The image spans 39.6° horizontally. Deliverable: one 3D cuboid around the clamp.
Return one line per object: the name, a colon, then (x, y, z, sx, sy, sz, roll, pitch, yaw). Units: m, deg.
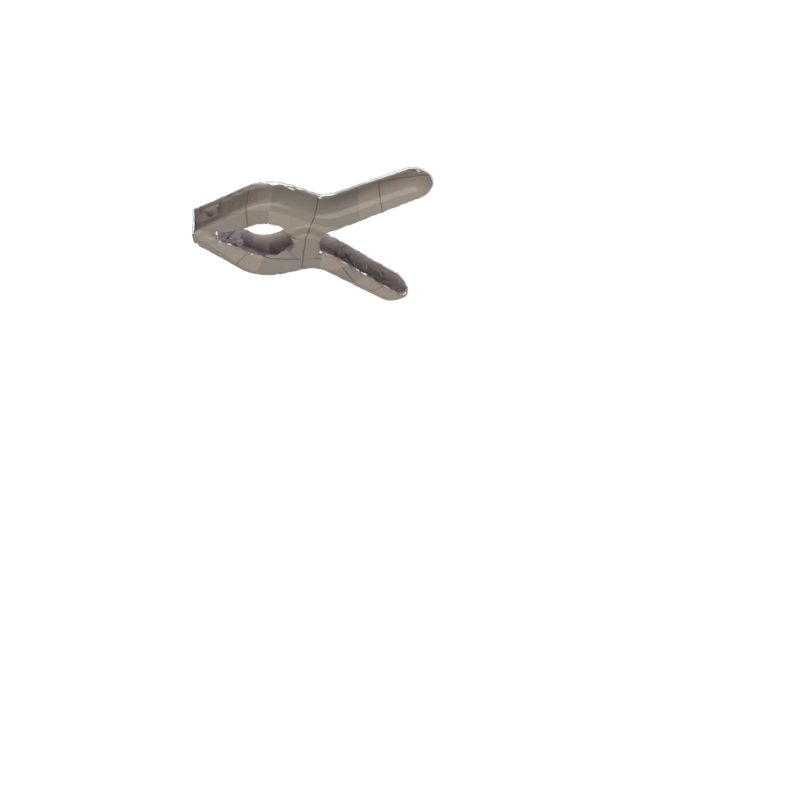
clamp: (-0.063, -0.115, 0.805, 0.172, 0.112, 0.042, -1, 40, 1)
